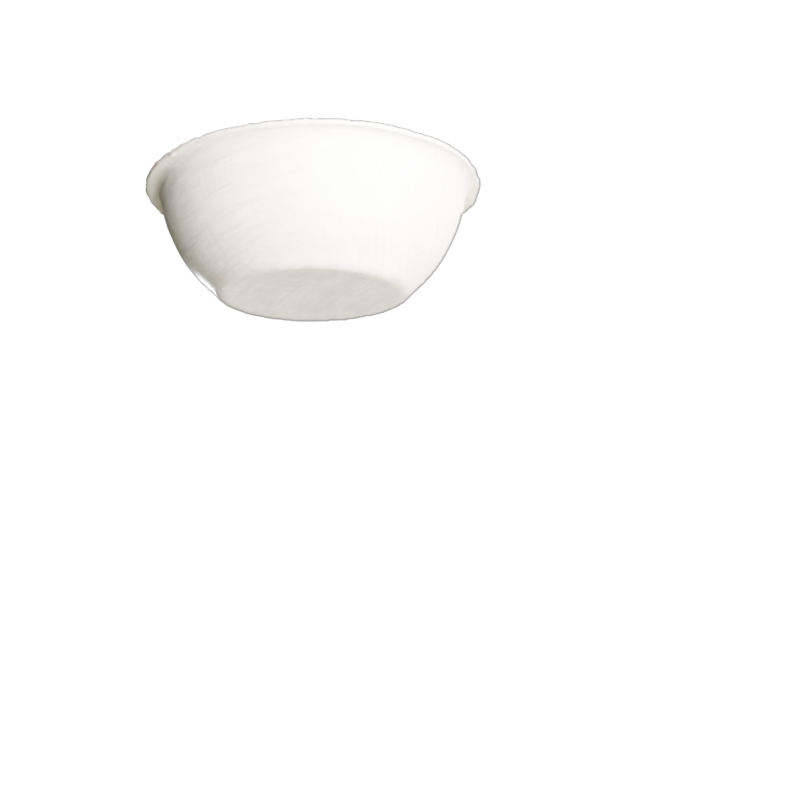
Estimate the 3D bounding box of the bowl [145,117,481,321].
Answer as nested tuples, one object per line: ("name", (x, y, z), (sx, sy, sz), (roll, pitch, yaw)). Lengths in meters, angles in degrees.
("bowl", (-0.041, -0.076, 0.530), (0.162, 0.057, 0.156), (0, -13, -2))
